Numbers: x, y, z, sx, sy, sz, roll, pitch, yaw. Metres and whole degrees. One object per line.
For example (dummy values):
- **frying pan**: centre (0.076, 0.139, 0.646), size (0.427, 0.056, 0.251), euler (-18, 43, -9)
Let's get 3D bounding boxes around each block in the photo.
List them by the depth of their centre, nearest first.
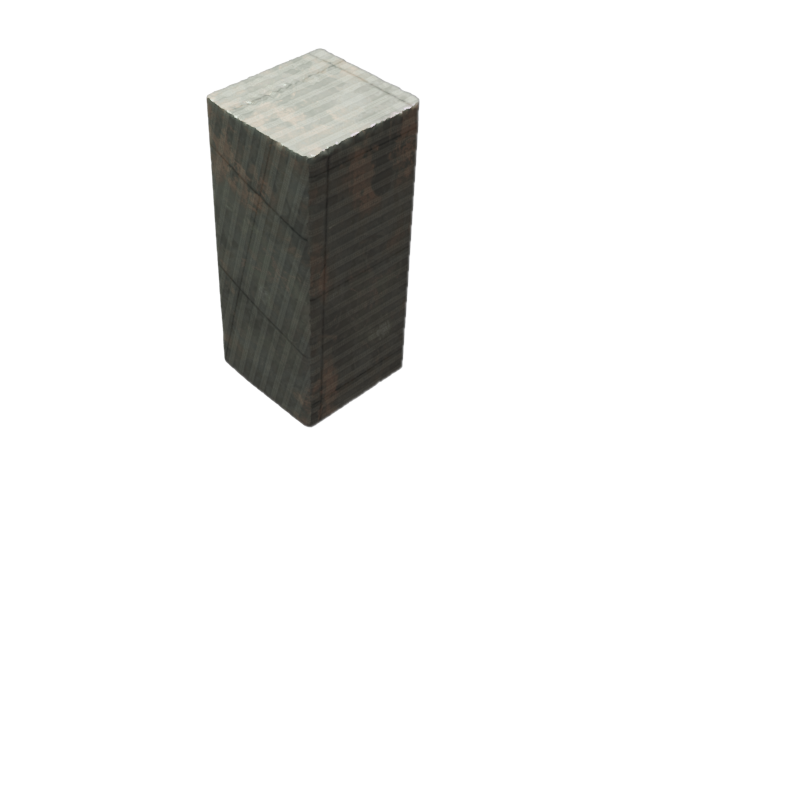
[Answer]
- **block**: centre (-0.054, -0.098, 0.687), size (0.091, 0.192, 0.096), euler (-31, 51, -33)
